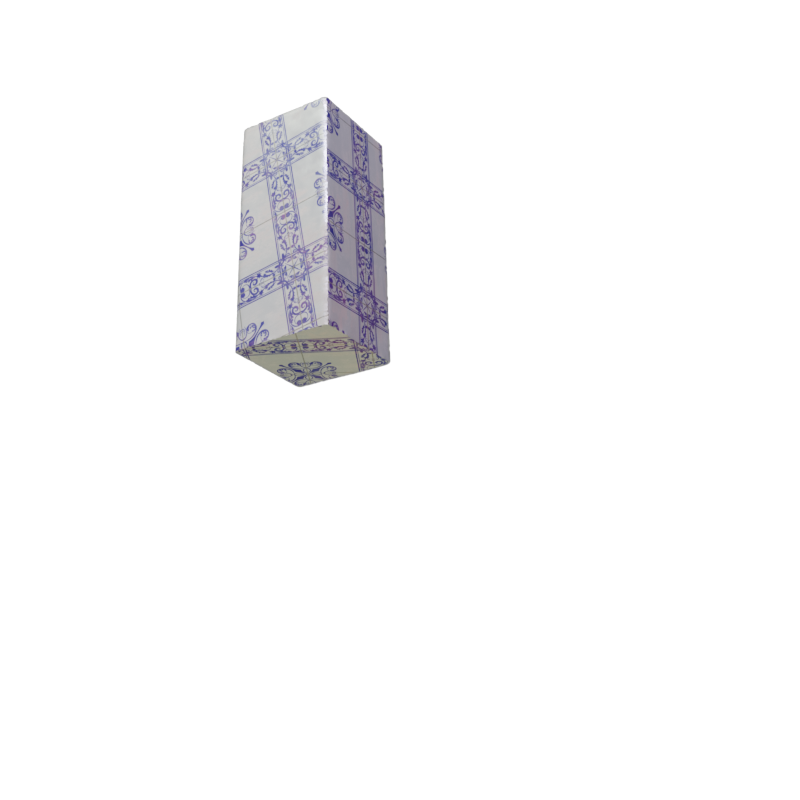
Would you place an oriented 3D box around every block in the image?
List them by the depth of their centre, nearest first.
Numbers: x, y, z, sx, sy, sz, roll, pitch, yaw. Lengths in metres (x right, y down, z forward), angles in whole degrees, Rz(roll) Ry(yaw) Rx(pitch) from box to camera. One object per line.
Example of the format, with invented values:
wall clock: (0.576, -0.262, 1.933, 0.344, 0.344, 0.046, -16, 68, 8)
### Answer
block: (-0.071, -0.129, 0.903, 0.091, 0.219, 0.084, -18, -31, 28)
